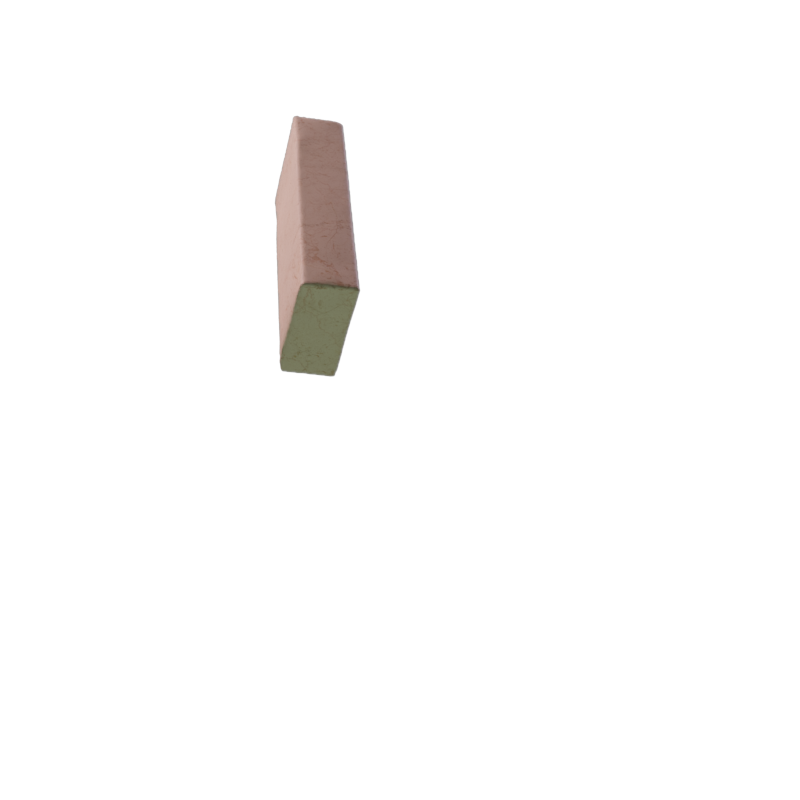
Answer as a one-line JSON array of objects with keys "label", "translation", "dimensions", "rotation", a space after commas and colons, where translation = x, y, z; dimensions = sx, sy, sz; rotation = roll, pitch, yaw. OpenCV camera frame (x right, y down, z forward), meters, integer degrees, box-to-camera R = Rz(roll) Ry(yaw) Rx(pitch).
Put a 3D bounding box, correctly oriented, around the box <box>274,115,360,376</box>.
[{"label": "box", "translation": [-0.062, -0.114, 0.799], "dimensions": [0.047, 0.189, 0.088], "rotation": [7, -42, -12]}]
